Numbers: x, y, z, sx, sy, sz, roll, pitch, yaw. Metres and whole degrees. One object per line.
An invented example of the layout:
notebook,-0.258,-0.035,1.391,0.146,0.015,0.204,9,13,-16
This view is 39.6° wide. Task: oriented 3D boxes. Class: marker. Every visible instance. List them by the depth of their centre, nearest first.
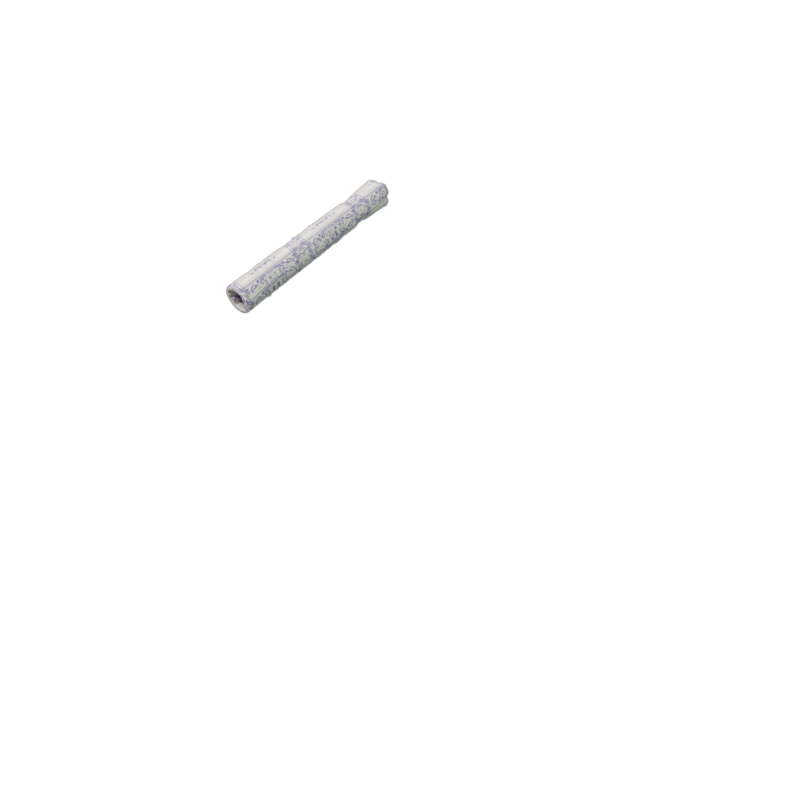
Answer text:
marker,-0.050,-0.092,0.641,0.122,0.019,0.021,-42,26,-27
